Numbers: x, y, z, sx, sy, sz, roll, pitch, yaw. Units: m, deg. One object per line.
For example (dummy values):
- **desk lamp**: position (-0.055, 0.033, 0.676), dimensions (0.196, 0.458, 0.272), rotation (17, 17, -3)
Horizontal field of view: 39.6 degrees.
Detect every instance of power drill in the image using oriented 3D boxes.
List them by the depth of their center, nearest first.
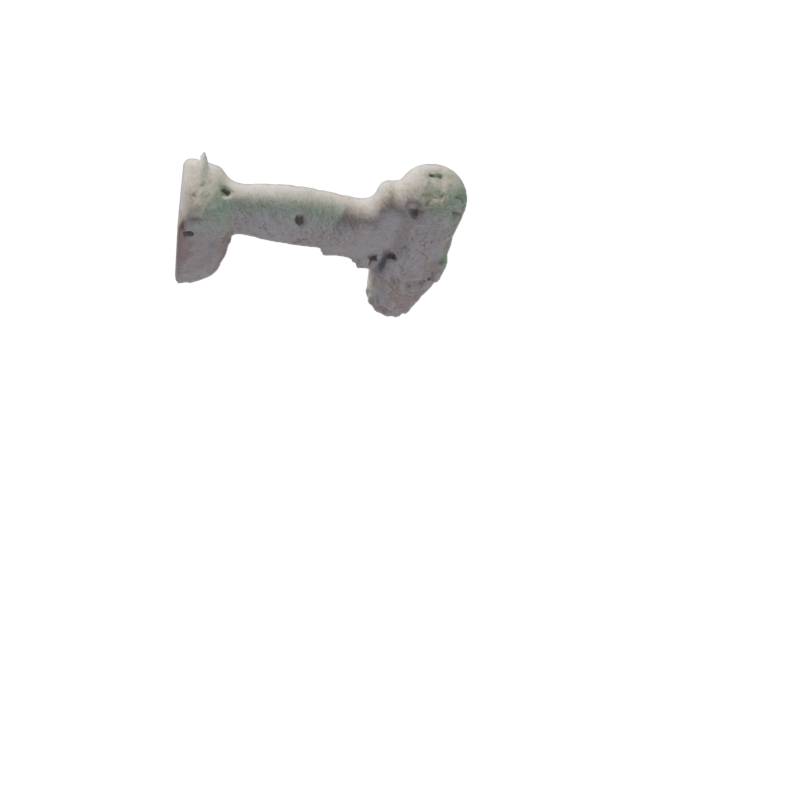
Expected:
- **power drill**: position (-0.060, -0.109, 0.764), dimensions (0.186, 0.061, 0.177), rotation (3, -21, -8)
